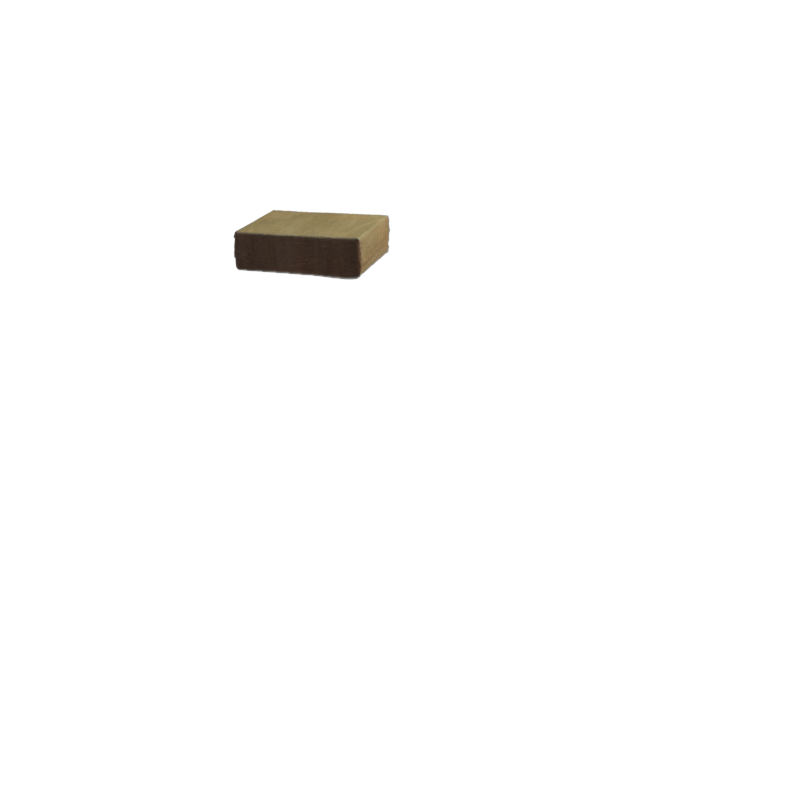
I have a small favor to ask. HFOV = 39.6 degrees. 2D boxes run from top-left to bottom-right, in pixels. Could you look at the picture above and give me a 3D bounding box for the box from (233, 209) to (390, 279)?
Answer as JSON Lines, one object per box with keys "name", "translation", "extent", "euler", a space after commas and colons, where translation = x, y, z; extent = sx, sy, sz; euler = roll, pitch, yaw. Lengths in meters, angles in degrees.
{"name": "box", "translation": [-0.075, -0.136, 0.951], "extent": [0.116, 0.037, 0.091], "euler": [7, 23, 16]}
